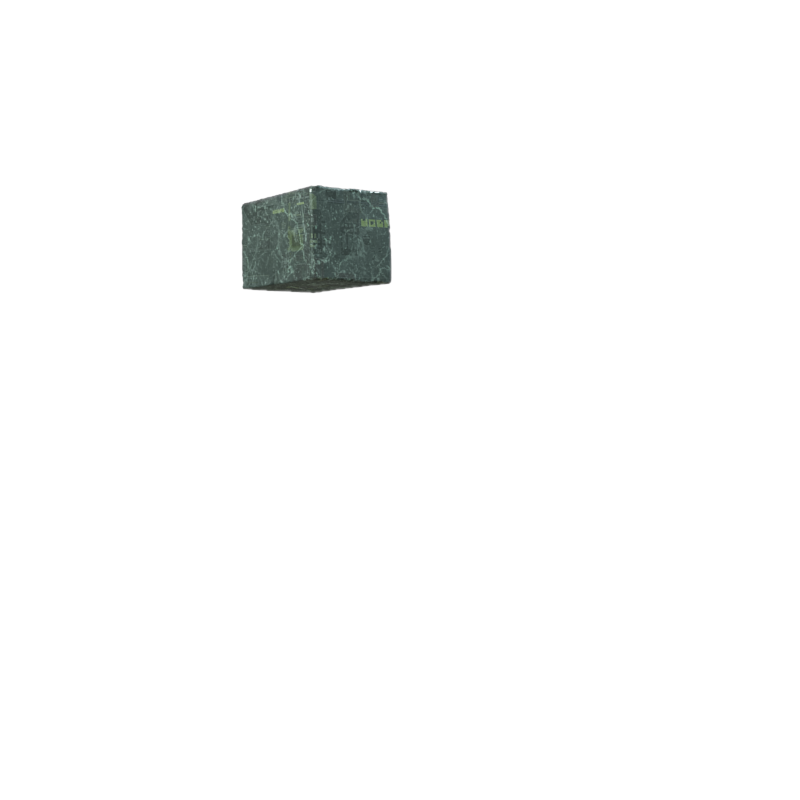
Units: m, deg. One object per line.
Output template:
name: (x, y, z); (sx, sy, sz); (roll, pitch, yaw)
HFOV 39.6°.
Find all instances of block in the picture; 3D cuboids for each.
block: (-0.049, -0.089, 0.622); (0.051, 0.052, 0.080); (2, -2, -37)
